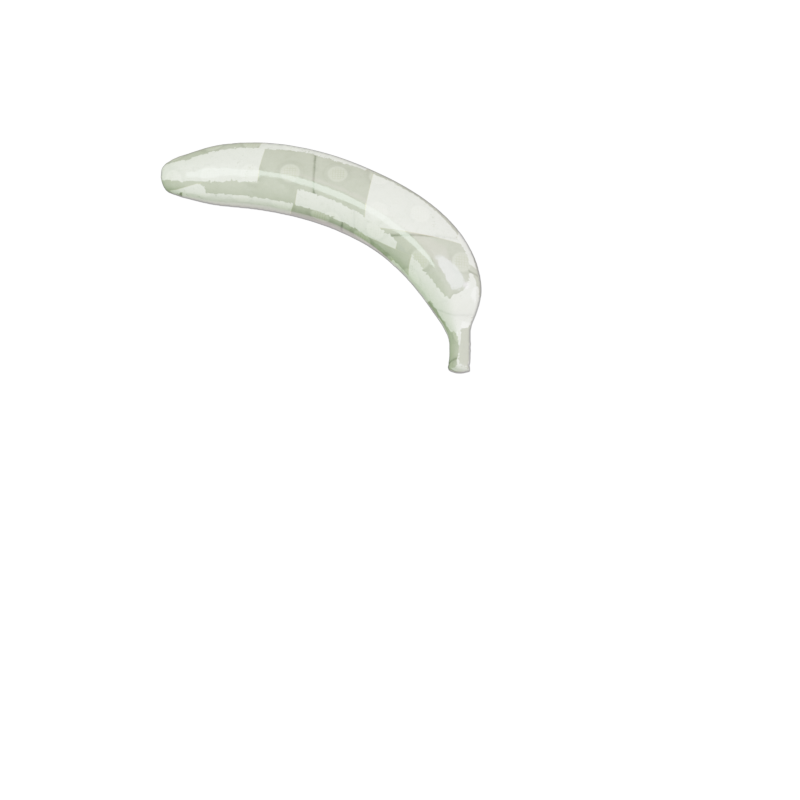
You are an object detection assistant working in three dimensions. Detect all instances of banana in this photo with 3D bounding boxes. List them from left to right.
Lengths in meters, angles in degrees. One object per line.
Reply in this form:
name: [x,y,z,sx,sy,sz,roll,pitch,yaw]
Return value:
banana: [-0.032,-0.095,0.584,0.205,0.071,0.035,32,-23,16]
